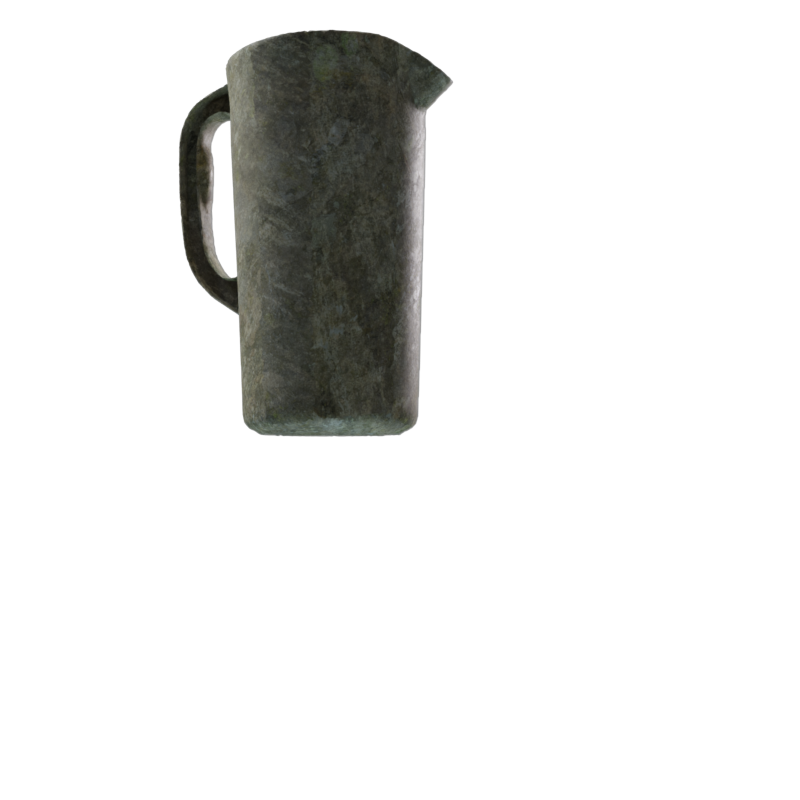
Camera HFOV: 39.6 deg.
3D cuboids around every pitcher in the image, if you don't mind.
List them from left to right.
[{"bbox_3d":[-0.055,-0.101,0.707,0.140,0.249,0.150,4,-10,-25],"label":"pitcher"}]
